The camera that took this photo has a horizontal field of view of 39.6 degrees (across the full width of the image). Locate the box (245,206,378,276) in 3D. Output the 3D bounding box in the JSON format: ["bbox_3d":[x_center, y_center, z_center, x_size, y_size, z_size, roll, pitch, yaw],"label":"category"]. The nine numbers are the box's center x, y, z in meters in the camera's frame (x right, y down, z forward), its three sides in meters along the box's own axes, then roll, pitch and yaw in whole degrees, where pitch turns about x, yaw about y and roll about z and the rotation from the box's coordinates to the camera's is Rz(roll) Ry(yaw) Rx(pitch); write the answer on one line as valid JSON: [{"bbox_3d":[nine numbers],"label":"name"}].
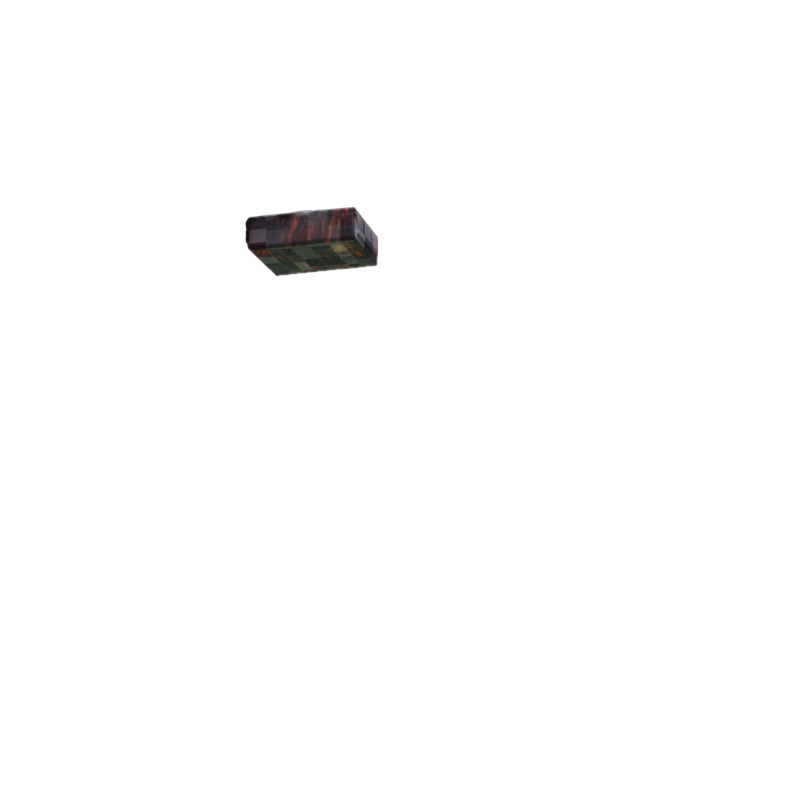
[{"bbox_3d":[-0.068,-0.124,0.871,0.091,0.031,0.069,-3,-12,14],"label":"box"}]
